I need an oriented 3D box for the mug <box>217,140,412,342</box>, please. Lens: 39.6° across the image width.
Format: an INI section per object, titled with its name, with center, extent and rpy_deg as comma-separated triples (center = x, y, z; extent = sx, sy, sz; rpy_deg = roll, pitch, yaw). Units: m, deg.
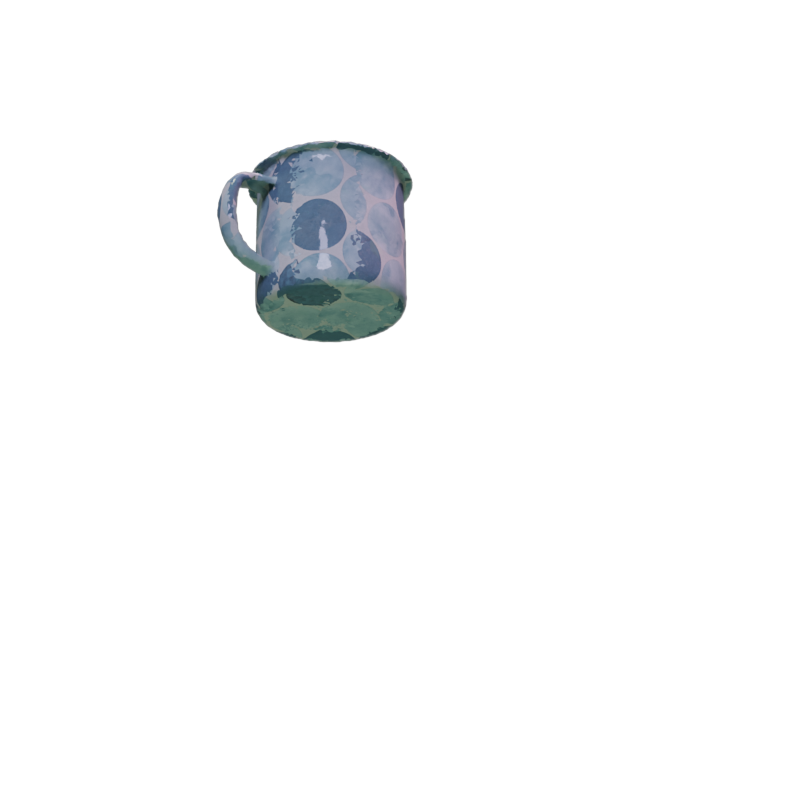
[mug]
center = -0.047, -0.086, 0.603
extent = 0.111, 0.086, 0.093
rpy_deg = 18, -31, -36
